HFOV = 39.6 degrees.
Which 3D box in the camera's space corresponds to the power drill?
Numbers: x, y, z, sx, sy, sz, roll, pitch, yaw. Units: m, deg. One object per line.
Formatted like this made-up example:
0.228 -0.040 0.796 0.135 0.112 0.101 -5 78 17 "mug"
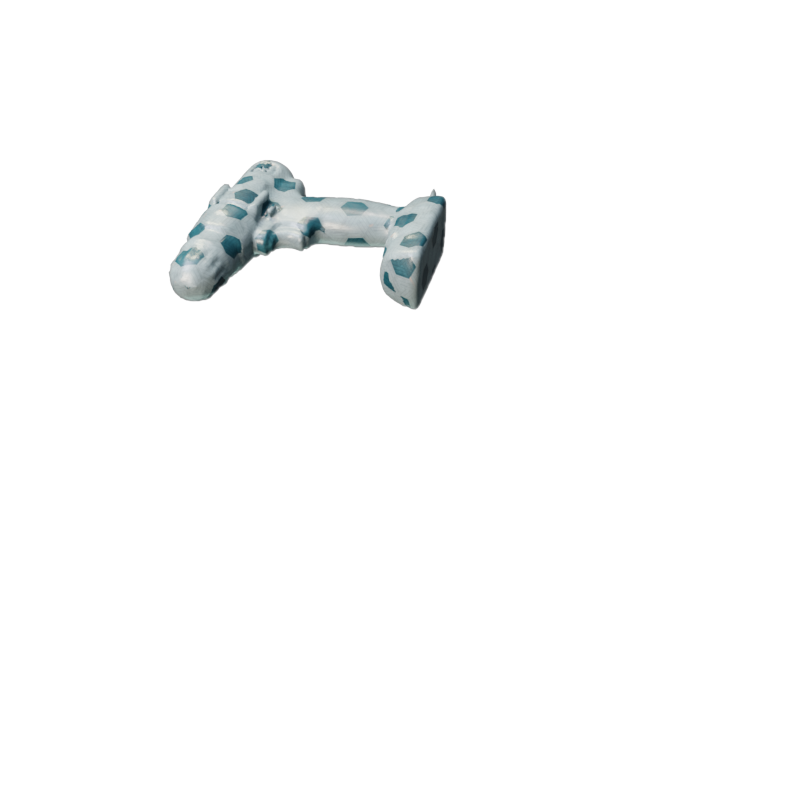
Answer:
-0.068 -0.123 0.862 0.193 0.054 0.192 11 40 14 "power drill"
